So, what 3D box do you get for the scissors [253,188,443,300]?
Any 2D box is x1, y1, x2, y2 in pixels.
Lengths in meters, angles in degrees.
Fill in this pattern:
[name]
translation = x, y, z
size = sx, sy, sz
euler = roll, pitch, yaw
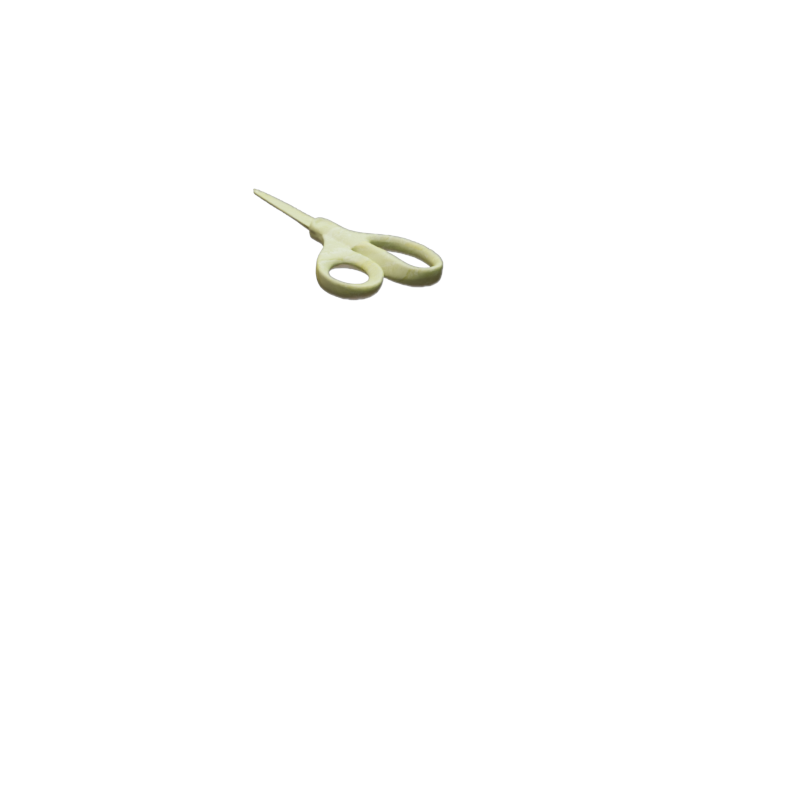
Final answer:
[scissors]
translation = -0.063, -0.115, 0.809
size = 0.214, 0.015, 0.096
euler = 23, 38, 33
